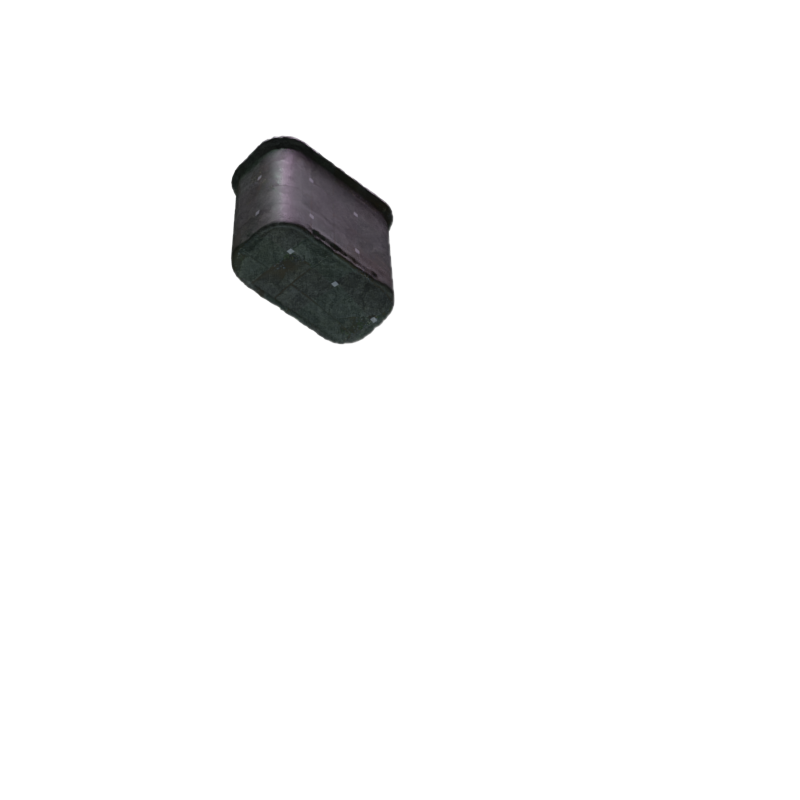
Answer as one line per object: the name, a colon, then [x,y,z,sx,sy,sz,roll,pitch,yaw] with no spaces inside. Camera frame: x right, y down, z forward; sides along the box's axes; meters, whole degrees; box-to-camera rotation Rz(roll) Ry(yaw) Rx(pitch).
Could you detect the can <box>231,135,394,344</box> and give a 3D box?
can: [-0.051,-0.092,0.646,0.096,0.090,0.057,33,-57,-27]
